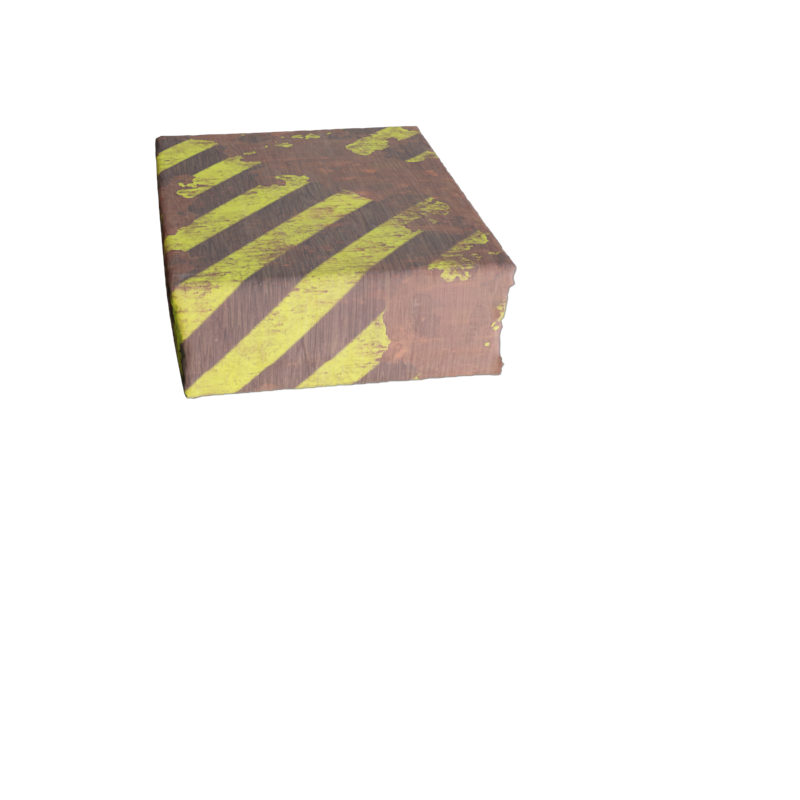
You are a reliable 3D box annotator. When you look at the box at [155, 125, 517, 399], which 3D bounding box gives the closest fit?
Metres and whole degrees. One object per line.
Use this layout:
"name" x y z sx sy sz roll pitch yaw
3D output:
"box" -0.026 -0.047 0.332 0.089 0.037 0.122 -6 34 -10
